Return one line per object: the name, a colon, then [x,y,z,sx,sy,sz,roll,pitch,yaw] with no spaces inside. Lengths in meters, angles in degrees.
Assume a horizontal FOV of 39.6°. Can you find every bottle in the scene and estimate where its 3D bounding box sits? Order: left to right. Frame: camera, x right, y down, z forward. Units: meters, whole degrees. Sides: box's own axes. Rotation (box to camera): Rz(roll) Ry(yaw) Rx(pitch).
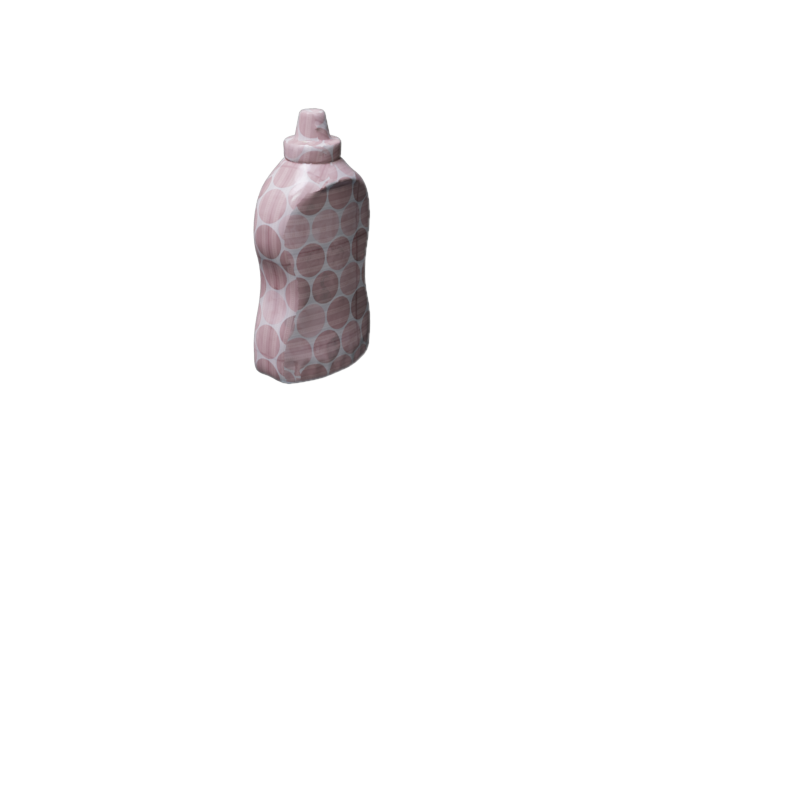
bottle: [-0.063,-0.114,0.799,0.062,0.183,0.094,20,28,41]
